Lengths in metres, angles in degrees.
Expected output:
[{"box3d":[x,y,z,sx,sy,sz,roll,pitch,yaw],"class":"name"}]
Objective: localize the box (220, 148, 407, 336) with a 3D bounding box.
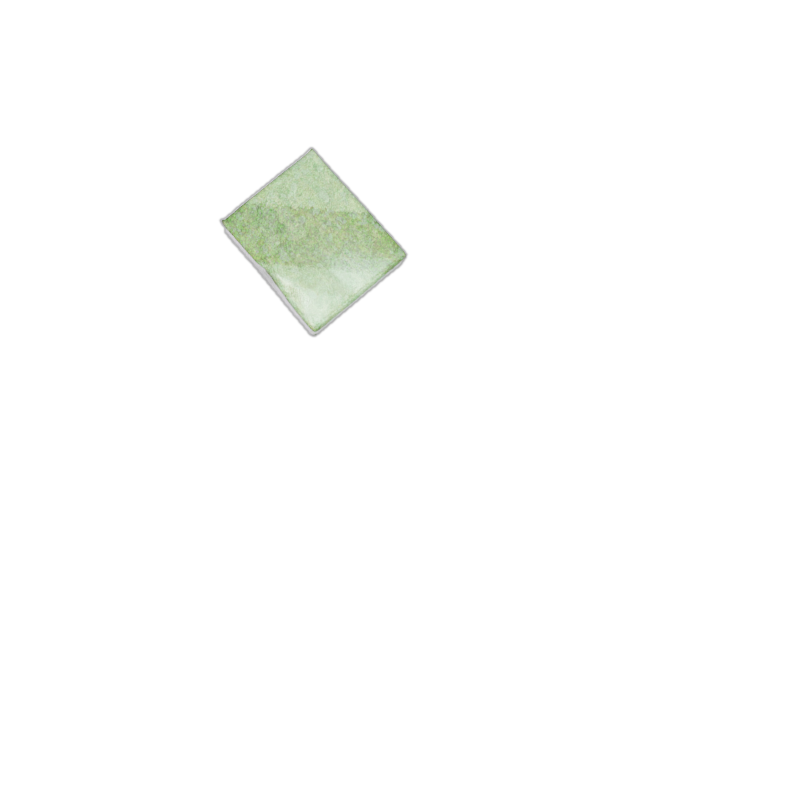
[{"box3d":[-0.053,-0.096,0.669,0.073,0.091,0.029,-39,-8,-7],"class":"box"}]
